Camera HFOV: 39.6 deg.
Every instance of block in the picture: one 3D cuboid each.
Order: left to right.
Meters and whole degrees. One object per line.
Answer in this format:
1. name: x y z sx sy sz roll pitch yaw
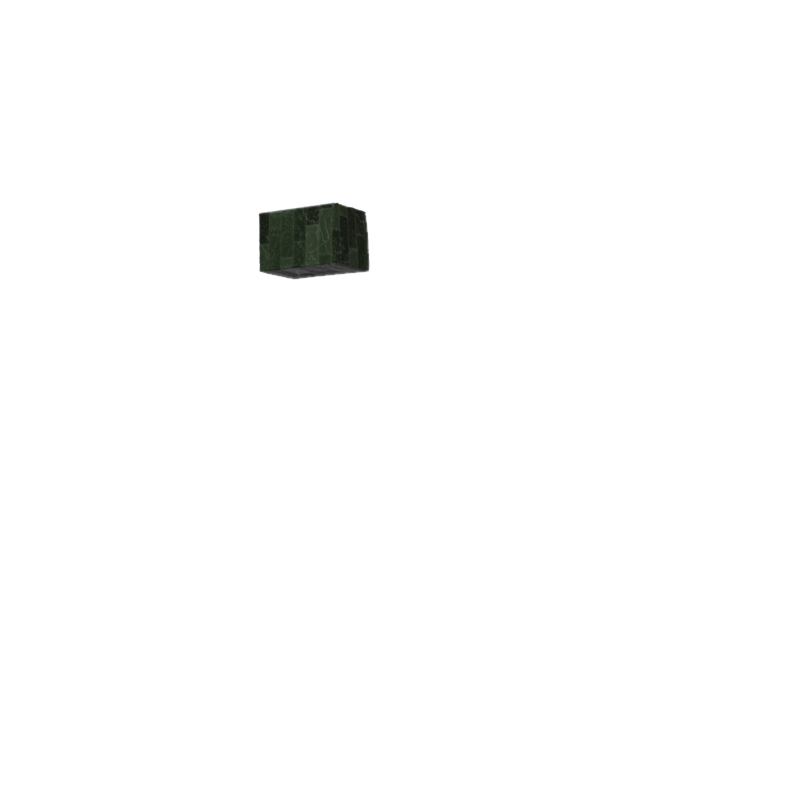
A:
1. block: -0.072 -0.131 0.917 0.080 0.052 0.050 -3 -7 31
